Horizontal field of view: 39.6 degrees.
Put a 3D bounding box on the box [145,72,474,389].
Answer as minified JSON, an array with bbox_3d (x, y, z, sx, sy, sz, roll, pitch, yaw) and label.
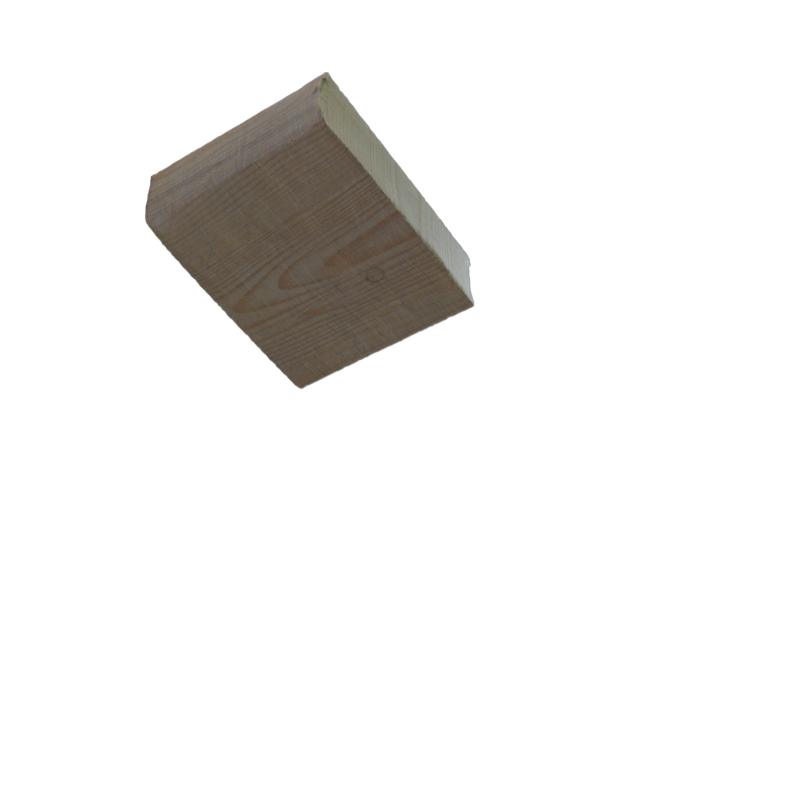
[{"bbox_3d":[-0.036,-0.065,0.454,0.090,0.042,0.106,-26,-53,21],"label":"box"}]
